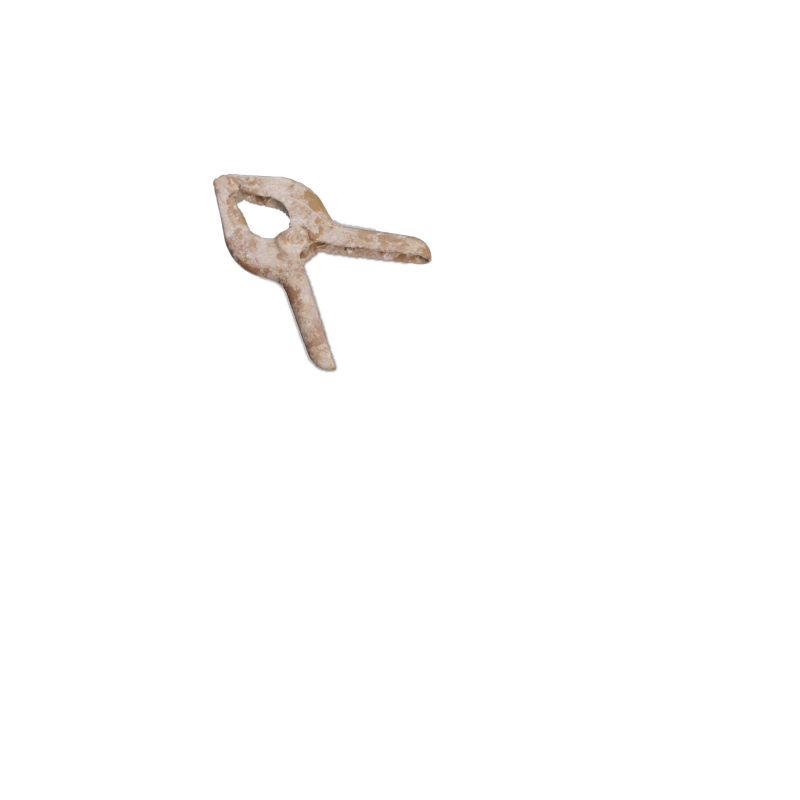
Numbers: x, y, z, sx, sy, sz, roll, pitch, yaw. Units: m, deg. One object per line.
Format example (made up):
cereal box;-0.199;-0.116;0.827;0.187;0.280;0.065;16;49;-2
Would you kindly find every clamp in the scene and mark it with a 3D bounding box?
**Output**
clamp;-0.065;-0.118;0.827;0.121;0.179;0.037;-38;-17;-14
